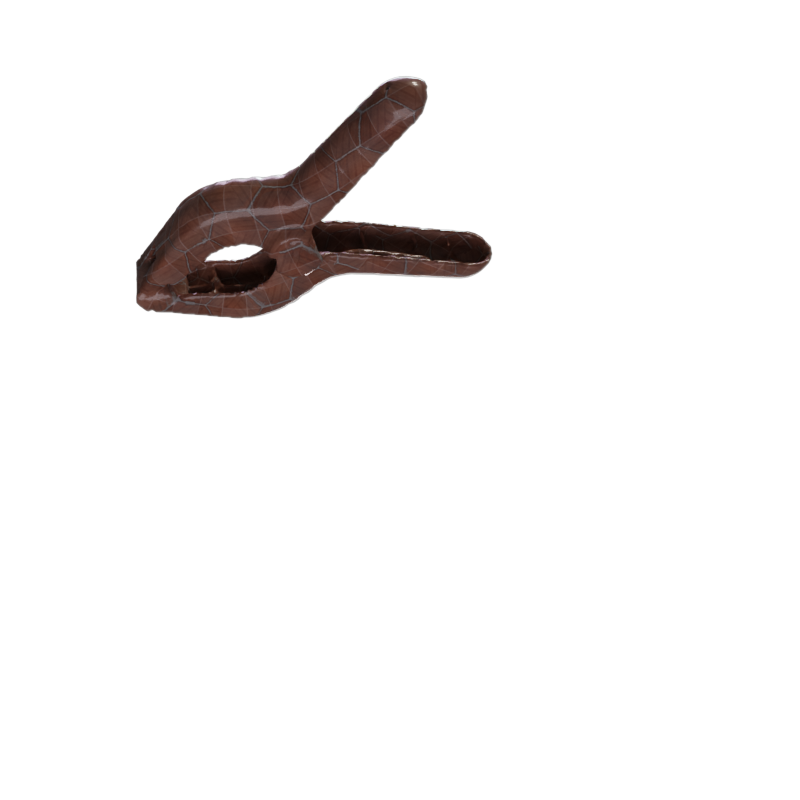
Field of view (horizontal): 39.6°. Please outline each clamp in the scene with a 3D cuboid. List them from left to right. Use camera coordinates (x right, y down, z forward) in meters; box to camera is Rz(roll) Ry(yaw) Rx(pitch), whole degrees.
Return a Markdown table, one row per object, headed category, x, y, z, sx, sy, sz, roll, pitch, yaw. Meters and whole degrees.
| category | x | y | z | sx | sy | sz | roll | pitch | yaw |
| --- | --- | --- | --- | --- | --- | --- | --- | --- | --- |
| clamp | -0.042 | -0.076 | 0.530 | 0.172 | 0.042 | 0.111 | -22 | -51 | 19 |
